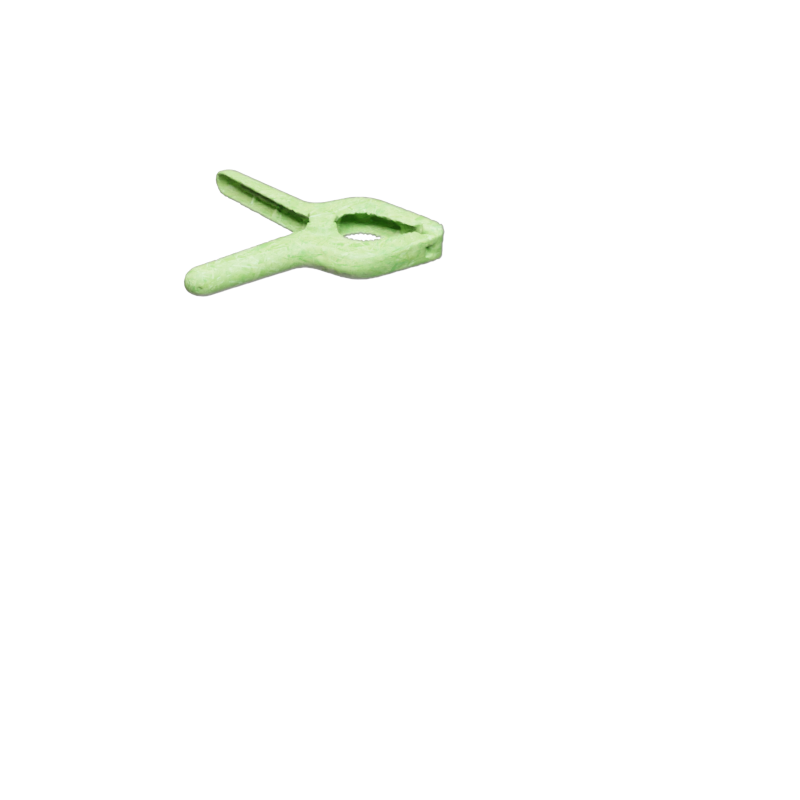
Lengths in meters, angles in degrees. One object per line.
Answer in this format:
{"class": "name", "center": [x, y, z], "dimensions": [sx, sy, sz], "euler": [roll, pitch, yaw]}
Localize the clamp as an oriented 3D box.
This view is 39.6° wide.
{"class": "clamp", "center": [-0.072, -0.131, 0.915], "dimensions": [0.213, 0.034, 0.174], "euler": [7, 42, 8]}
